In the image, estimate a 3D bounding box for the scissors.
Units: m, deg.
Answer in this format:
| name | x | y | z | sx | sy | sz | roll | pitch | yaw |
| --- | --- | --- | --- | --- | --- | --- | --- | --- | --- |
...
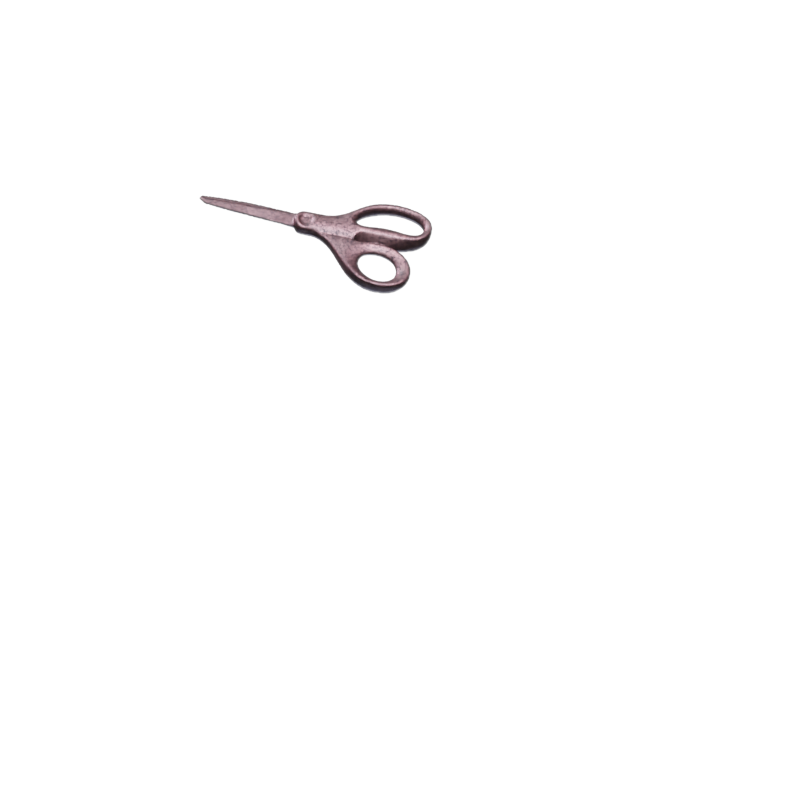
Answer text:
| name | x | y | z | sx | sy | sz | roll | pitch | yaw |
| --- | --- | --- | --- | --- | --- | --- | --- | --- | --- |
| scissors | -0.074 | -0.135 | 0.943 | 0.202 | 0.103 | 0.015 | 1 | -35 | 1 |
